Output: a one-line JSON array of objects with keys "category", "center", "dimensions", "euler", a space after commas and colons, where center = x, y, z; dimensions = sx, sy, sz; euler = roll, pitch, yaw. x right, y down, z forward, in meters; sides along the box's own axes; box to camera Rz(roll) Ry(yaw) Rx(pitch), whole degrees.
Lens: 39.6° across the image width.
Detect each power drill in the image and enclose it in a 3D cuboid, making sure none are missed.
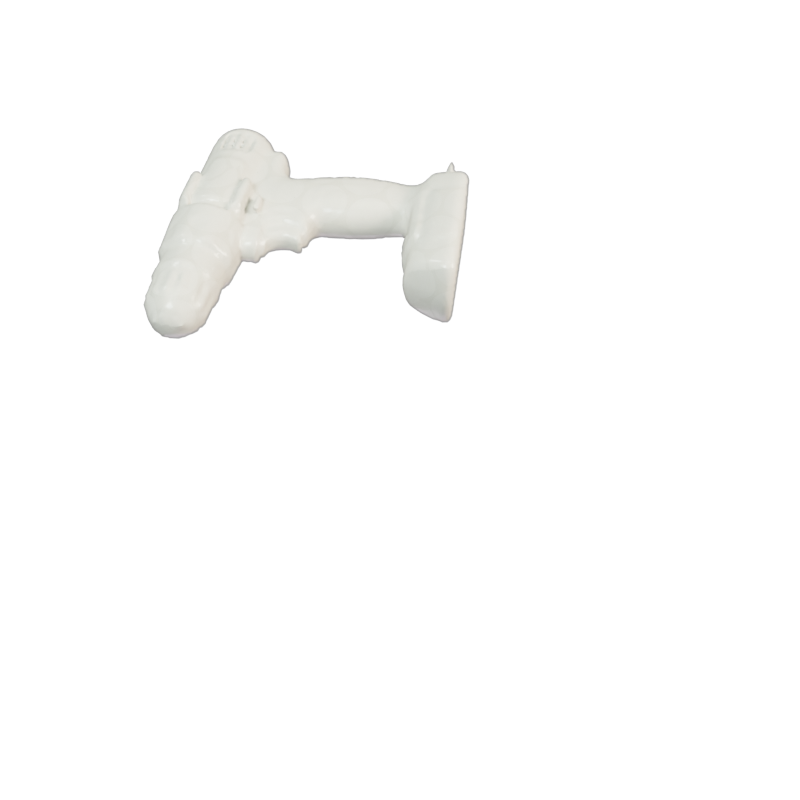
[{"category": "power drill", "center": [-0.055, -0.101, 0.705], "dimensions": [0.190, 0.195, 0.053], "euler": [8, -42, 7]}]
